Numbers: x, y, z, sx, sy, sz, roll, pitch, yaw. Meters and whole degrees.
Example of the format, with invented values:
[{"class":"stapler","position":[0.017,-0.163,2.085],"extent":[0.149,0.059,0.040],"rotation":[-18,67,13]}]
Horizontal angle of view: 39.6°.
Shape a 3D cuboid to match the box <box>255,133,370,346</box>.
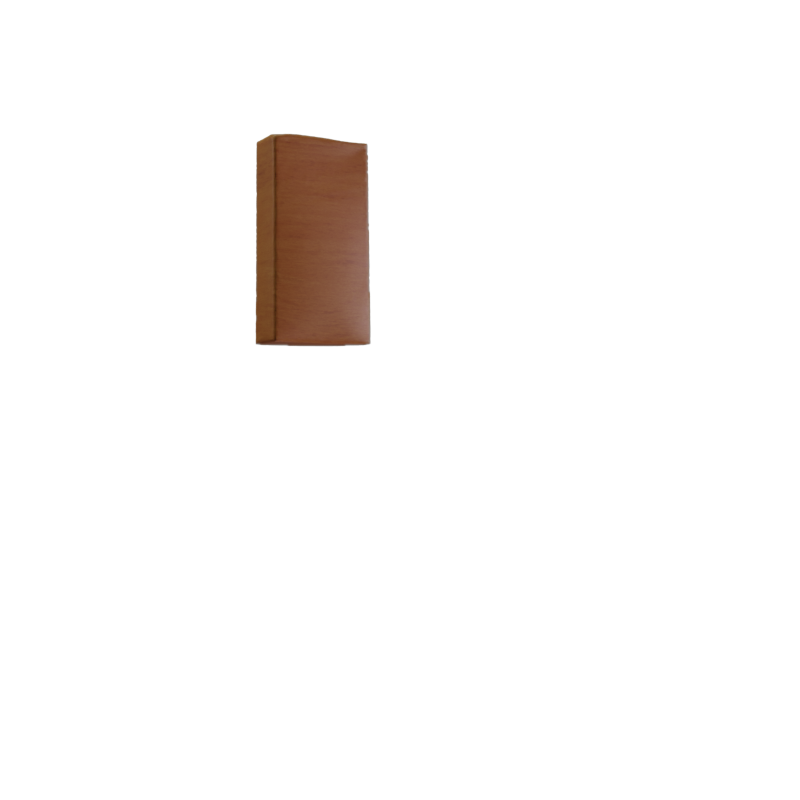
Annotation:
[{"class":"box","position":[-0.074,-0.135,0.943],"extent":[0.090,0.179,0.049],"rotation":[3,-8,-28]}]
